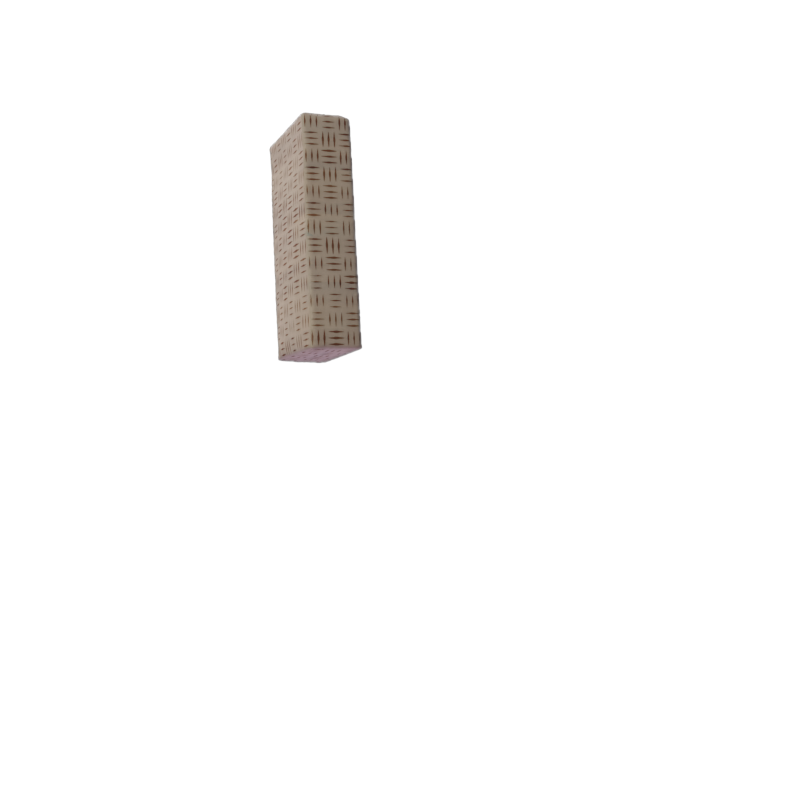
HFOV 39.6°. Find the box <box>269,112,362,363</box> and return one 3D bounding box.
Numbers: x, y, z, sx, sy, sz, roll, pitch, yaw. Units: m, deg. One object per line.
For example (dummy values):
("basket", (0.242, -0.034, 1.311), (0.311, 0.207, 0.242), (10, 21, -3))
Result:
("box", (-0.066, -0.120, 0.844), (0.047, 0.181, 0.093), (4, -11, -21))
